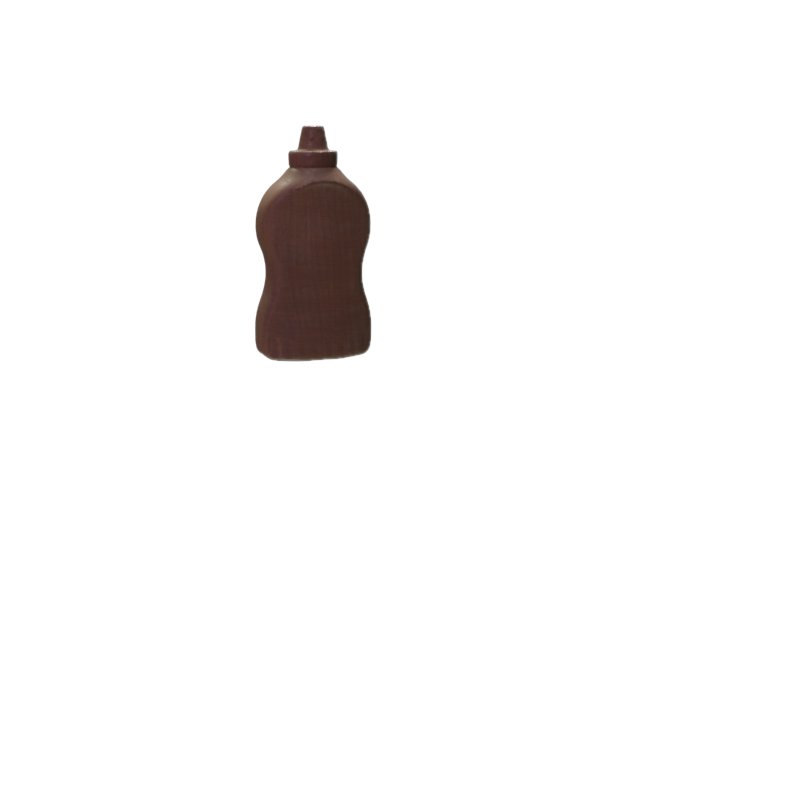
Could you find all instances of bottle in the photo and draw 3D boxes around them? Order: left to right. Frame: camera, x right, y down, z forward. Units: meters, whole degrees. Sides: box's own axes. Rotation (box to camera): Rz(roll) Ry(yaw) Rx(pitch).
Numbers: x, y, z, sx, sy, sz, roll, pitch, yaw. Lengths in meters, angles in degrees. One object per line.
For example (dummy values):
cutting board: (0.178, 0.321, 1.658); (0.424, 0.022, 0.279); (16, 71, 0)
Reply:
bottle: (-0.072, -0.132, 0.922); (0.094, 0.188, 0.061); (-2, 8, -19)
